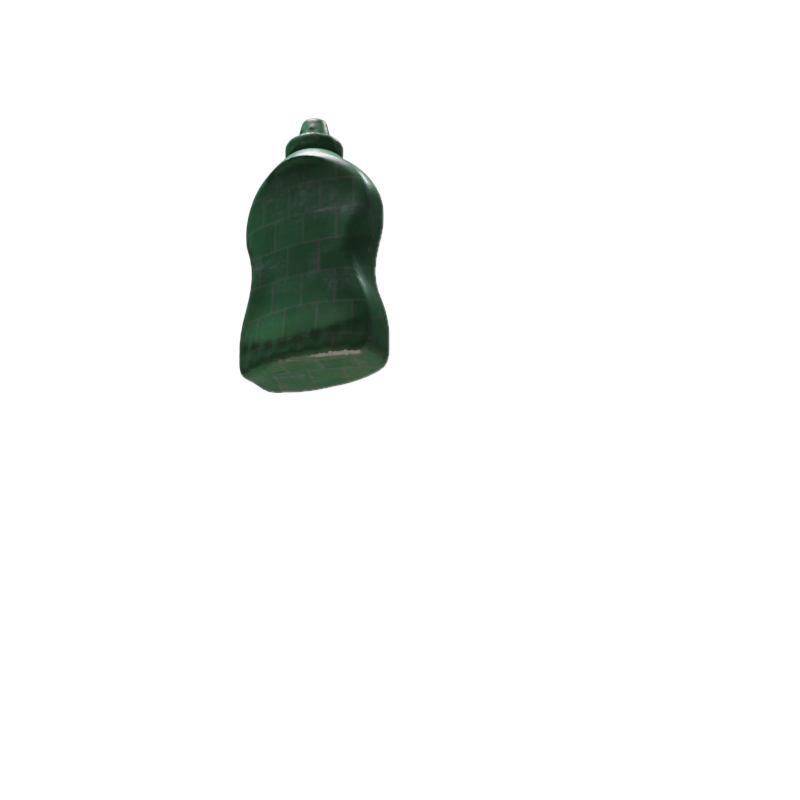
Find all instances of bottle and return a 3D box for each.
[{"bbox_3d":[-0.058,-0.105,0.740,0.097,0.203,0.054,-16,-30,26],"label":"bottle"}]
